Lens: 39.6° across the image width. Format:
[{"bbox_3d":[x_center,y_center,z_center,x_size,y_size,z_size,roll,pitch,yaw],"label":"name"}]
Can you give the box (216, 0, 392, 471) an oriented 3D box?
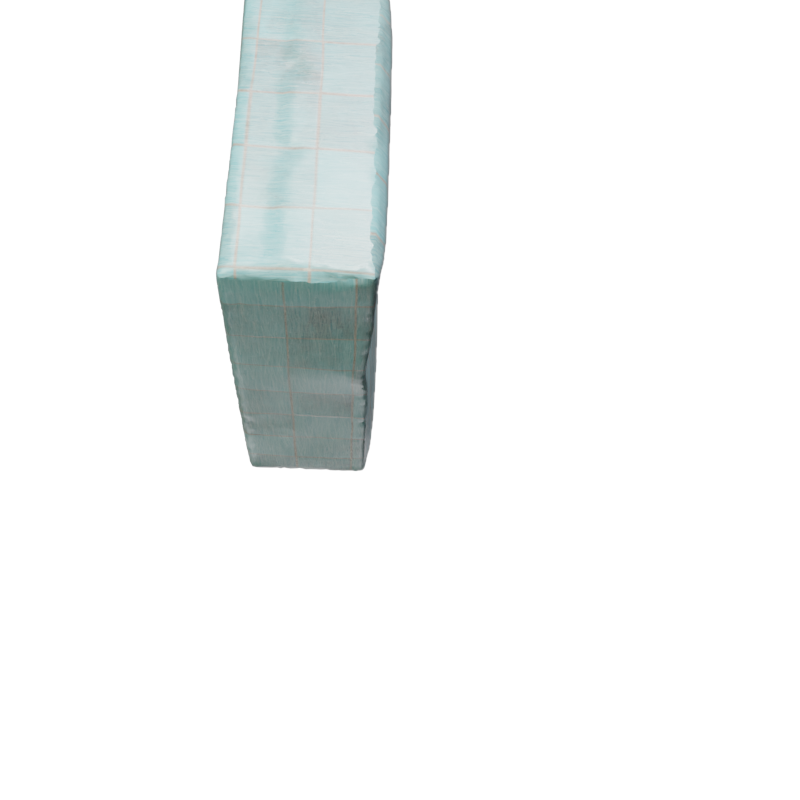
[{"bbox_3d":[-0.043,-0.078,0.549,0.072,0.174,0.202,2,-27,-3],"label":"box"}]
